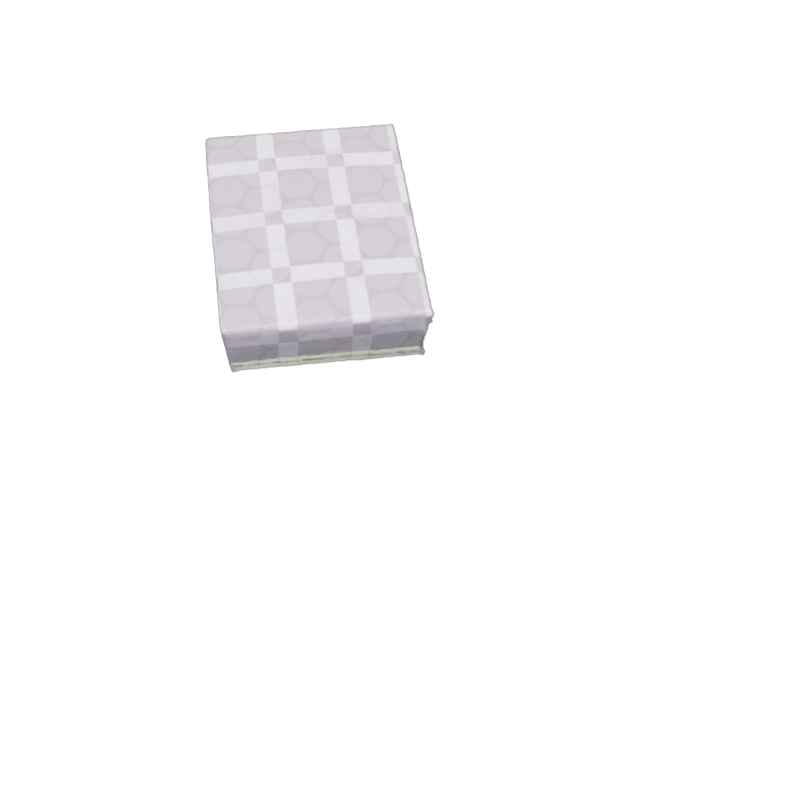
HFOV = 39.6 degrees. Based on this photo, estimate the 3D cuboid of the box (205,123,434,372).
[{"bbox_3d":[-0.039,-0.071,0.501,0.089,0.122,0.036,-7,-32,-5],"label":"box"}]
